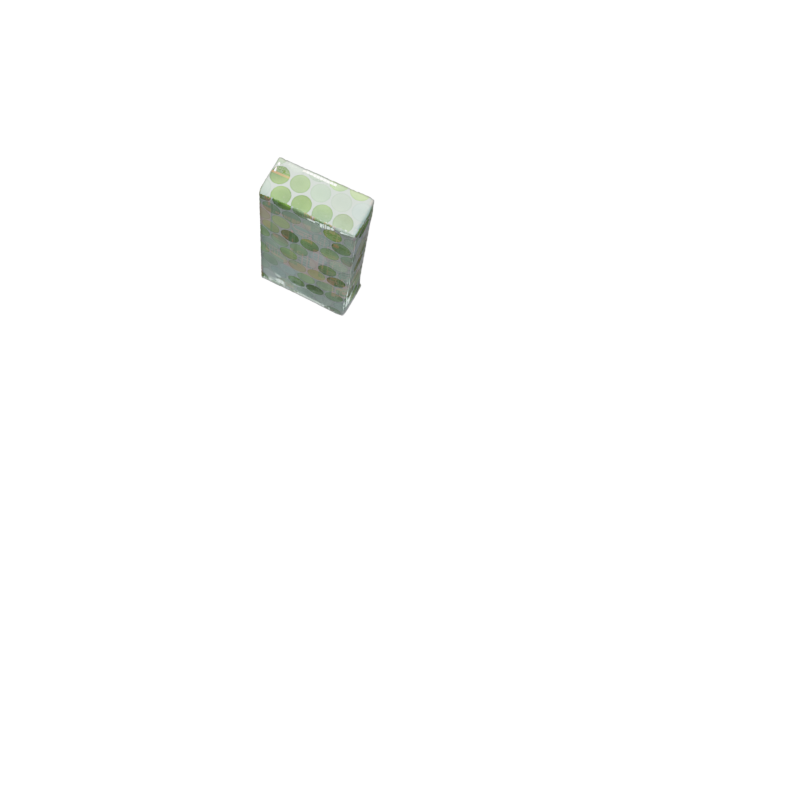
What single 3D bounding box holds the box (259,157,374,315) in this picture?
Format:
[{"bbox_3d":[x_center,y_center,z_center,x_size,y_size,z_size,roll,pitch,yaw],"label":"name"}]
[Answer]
[{"bbox_3d":[-0.078,-0.142,0.999,0.095,0.049,0.168,26,-17,5],"label":"box"}]
